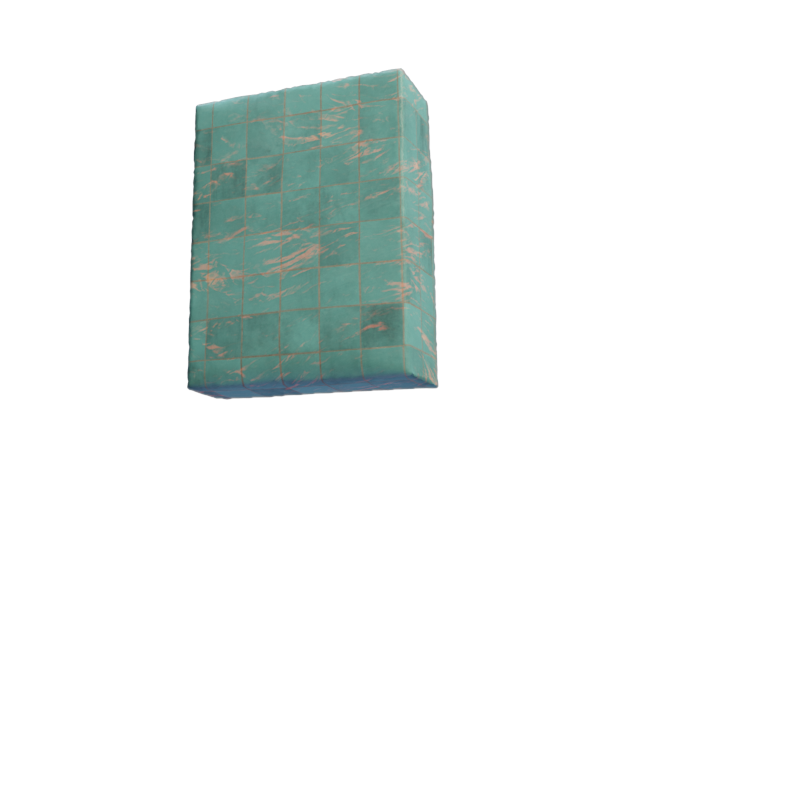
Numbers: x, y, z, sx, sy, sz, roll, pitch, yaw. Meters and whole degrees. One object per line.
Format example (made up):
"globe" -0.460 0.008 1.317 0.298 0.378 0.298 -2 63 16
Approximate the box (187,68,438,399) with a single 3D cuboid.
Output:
"box" -0.061 -0.112 0.785 0.167 0.222 0.068 -6 -16 20
